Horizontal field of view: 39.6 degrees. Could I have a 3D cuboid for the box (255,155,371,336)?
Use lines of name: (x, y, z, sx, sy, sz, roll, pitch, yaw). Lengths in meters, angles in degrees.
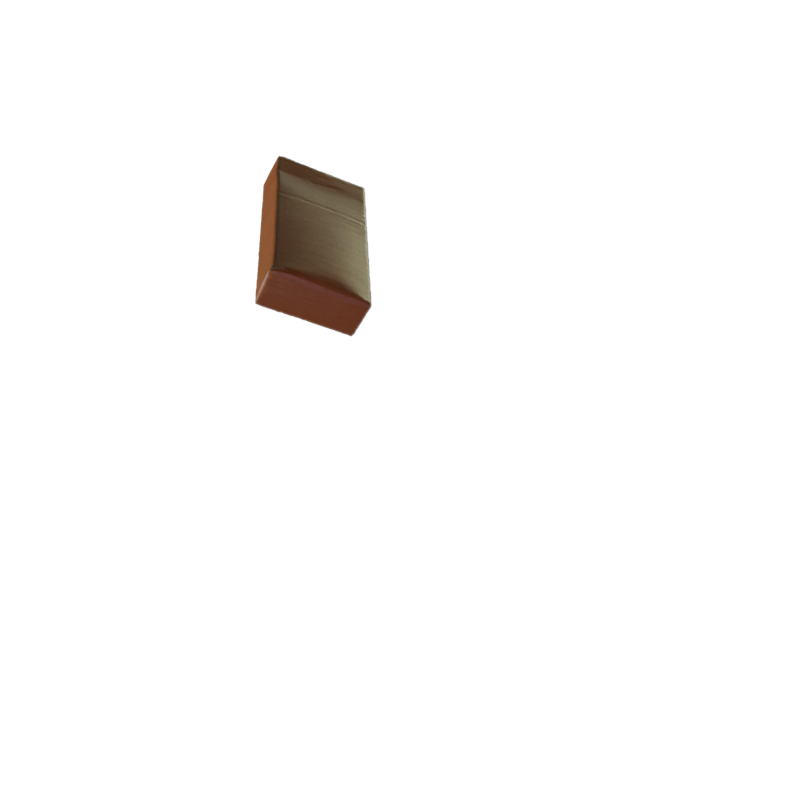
box: (-0.077, -0.141, 0.987, 0.090, 0.046, 0.189, 18, 36, -17)
